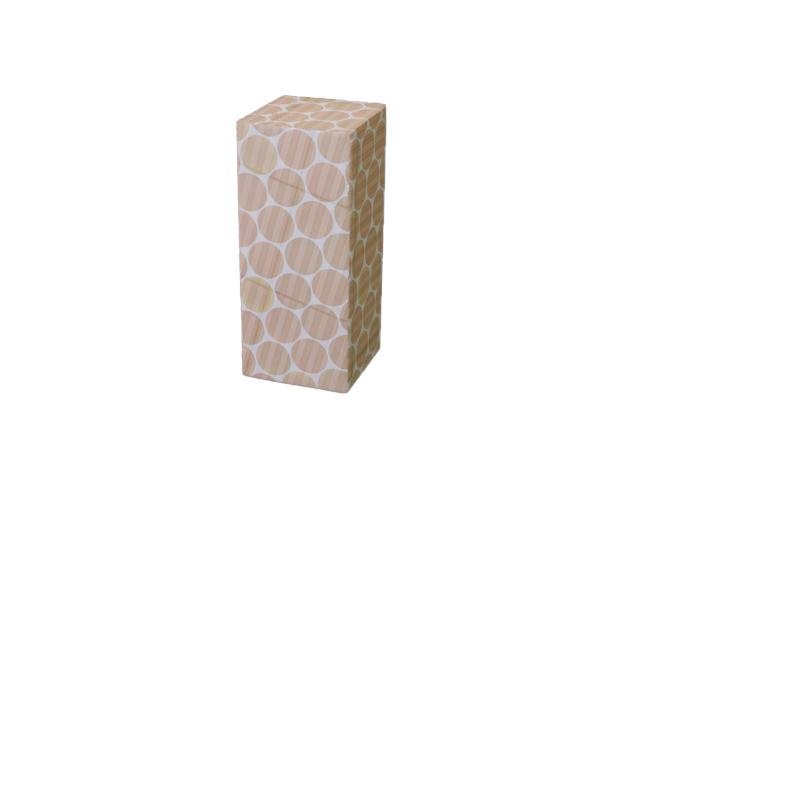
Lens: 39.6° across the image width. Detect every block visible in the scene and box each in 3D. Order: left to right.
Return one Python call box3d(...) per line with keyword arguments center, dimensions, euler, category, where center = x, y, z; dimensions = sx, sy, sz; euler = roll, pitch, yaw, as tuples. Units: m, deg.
box3d(center=(-0.067, -0.122, 0.856), dimensions=(0.093, 0.196, 0.093), euler=(9, 24, 17), category="block")
